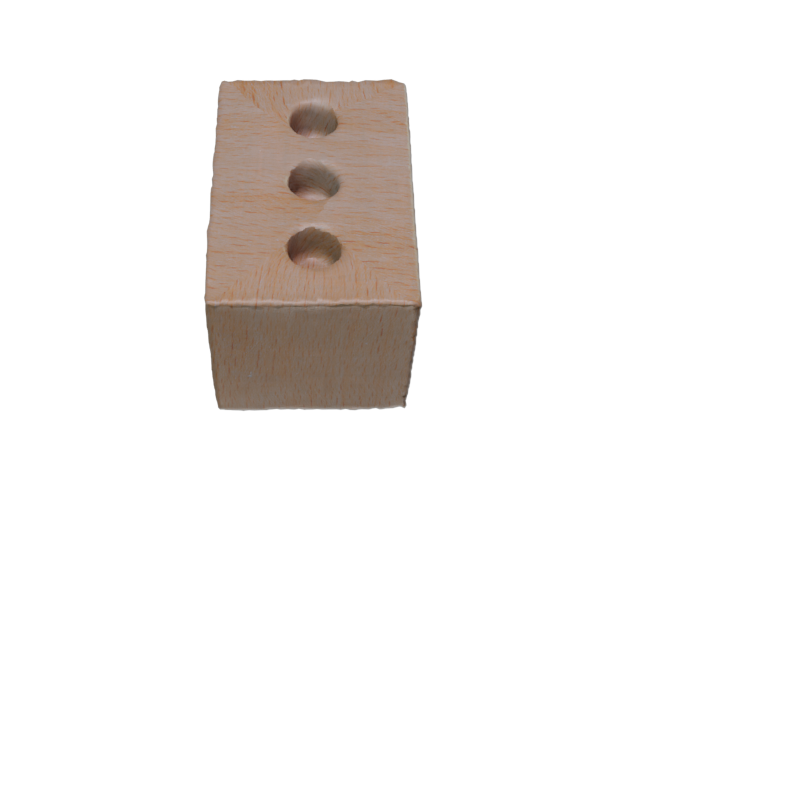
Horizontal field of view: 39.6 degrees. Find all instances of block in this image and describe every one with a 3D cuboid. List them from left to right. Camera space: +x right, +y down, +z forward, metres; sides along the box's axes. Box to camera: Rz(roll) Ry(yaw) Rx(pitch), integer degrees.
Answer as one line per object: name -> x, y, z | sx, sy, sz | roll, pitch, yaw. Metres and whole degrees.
block -> -0.023, -0.043, 0.299 | 0.053, 0.084, 0.048 | -1, -36, -3
